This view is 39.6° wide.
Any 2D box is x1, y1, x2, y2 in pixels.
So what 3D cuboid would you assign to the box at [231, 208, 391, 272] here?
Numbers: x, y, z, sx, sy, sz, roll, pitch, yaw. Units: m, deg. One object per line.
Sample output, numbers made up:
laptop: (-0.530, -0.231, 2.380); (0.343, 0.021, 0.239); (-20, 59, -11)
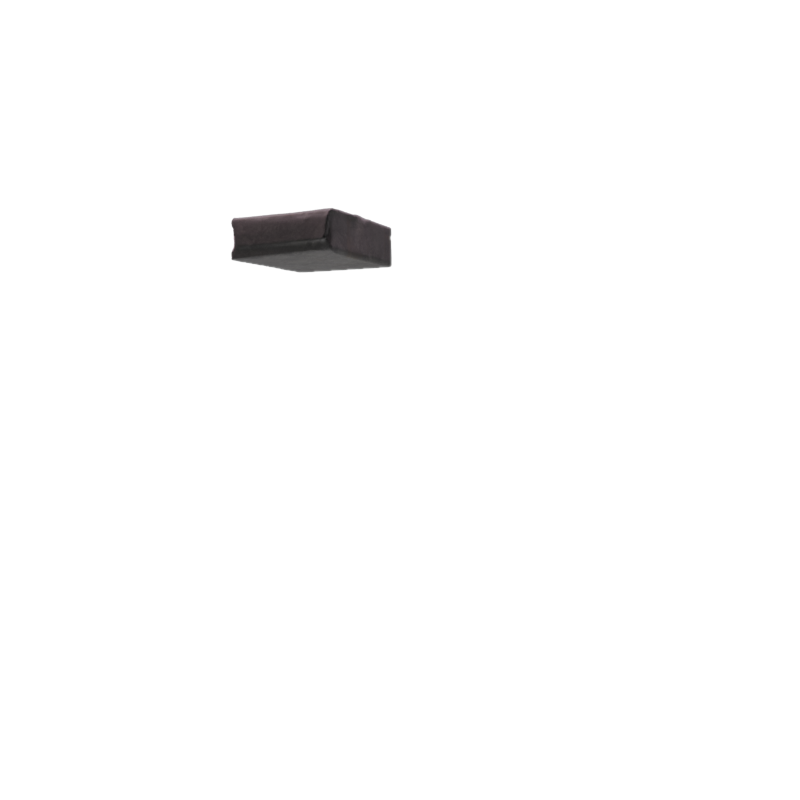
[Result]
box: (-0.057, -0.103, 0.724); (0.075, 0.031, 0.085); (-1, -2, 28)
